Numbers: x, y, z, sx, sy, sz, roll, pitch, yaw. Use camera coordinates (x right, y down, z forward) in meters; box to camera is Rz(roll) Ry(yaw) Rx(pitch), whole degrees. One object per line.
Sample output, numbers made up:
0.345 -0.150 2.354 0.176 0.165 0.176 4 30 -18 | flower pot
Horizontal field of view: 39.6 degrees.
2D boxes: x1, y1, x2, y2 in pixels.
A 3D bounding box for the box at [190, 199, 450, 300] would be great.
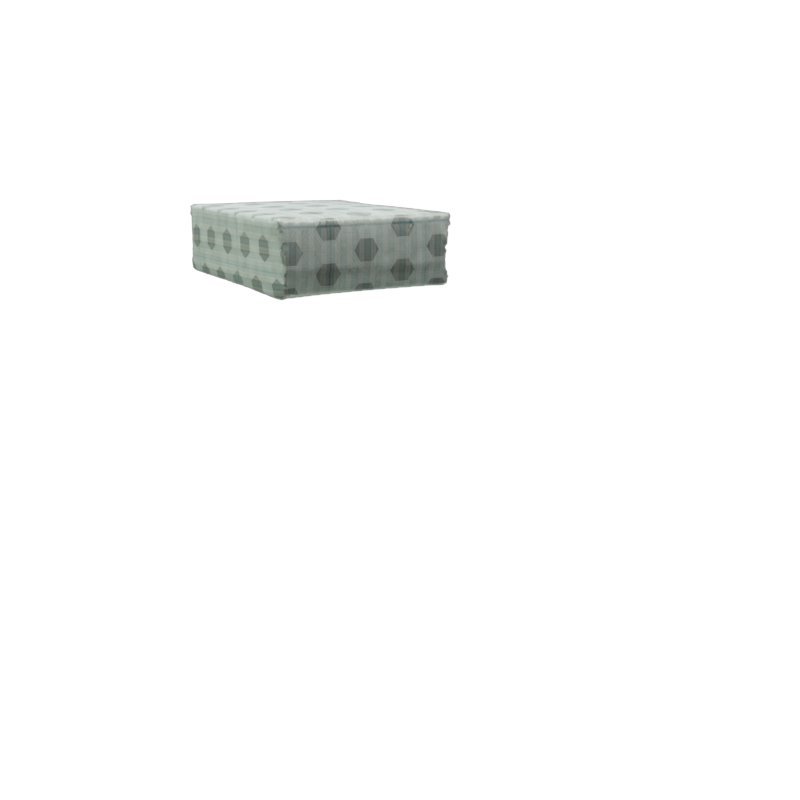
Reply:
-0.043 -0.078 0.546 0.087 0.038 0.120 -8 17 -28 | box
